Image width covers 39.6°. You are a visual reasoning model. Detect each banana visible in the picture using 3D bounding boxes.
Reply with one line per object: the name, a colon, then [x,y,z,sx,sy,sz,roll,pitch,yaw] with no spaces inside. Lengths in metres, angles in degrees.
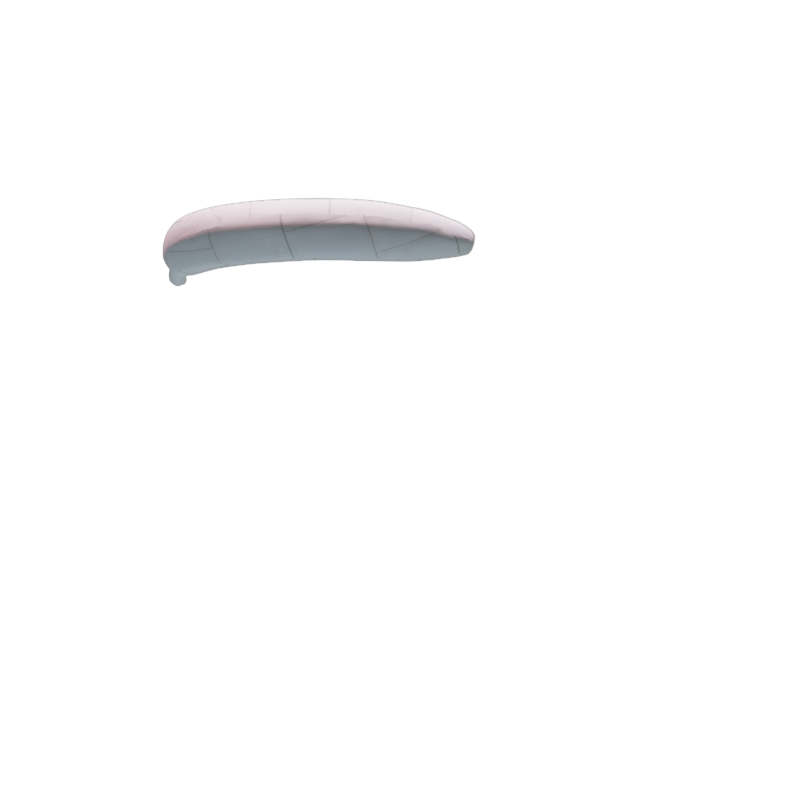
banana: [-0.061,-0.094,0.635,0.202,0.037,0.066,-2,-6,22]
